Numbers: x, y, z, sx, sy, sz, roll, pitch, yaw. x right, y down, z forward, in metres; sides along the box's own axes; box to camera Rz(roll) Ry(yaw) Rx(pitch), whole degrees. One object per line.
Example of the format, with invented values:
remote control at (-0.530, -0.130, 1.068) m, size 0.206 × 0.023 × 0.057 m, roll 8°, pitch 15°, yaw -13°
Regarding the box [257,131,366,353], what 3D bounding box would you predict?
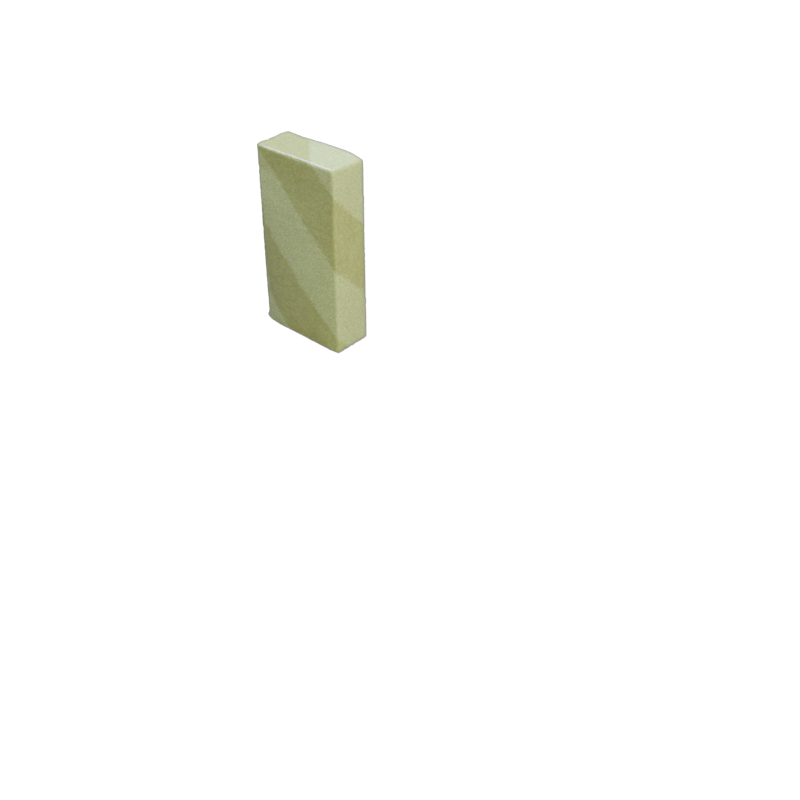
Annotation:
box at (-0.075, -0.138, 0.967) m, size 0.099 × 0.166 × 0.048 m, roll 26°, pitch 37°, yaw 36°
